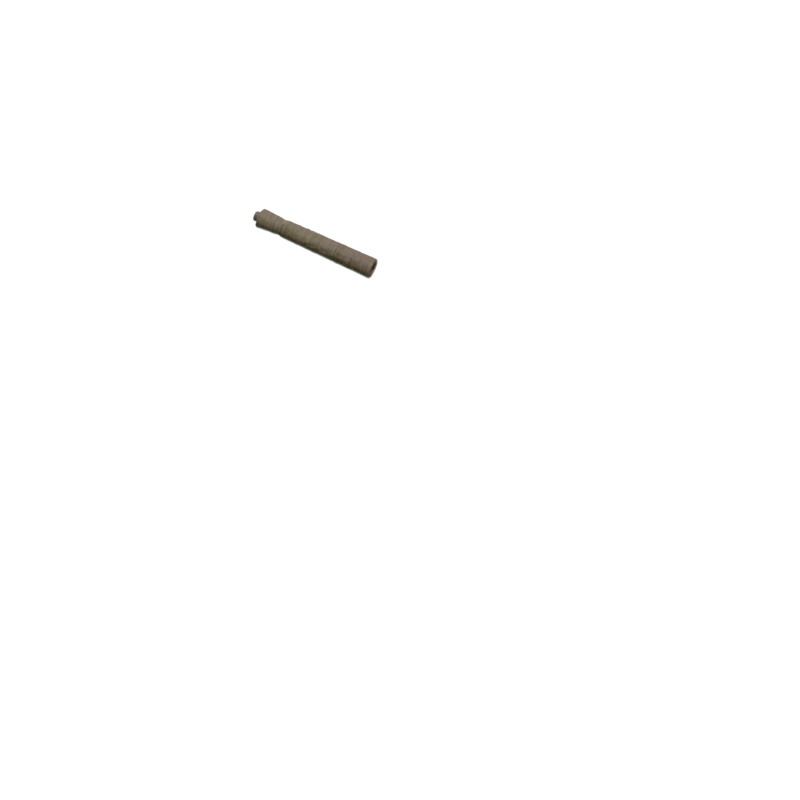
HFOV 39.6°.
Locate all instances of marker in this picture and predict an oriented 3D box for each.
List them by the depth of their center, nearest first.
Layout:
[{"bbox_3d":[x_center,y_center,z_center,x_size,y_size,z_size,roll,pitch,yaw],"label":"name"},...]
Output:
[{"bbox_3d":[-0.078,-0.142,0.992,0.125,0.019,0.019,26,10,15],"label":"marker"}]
